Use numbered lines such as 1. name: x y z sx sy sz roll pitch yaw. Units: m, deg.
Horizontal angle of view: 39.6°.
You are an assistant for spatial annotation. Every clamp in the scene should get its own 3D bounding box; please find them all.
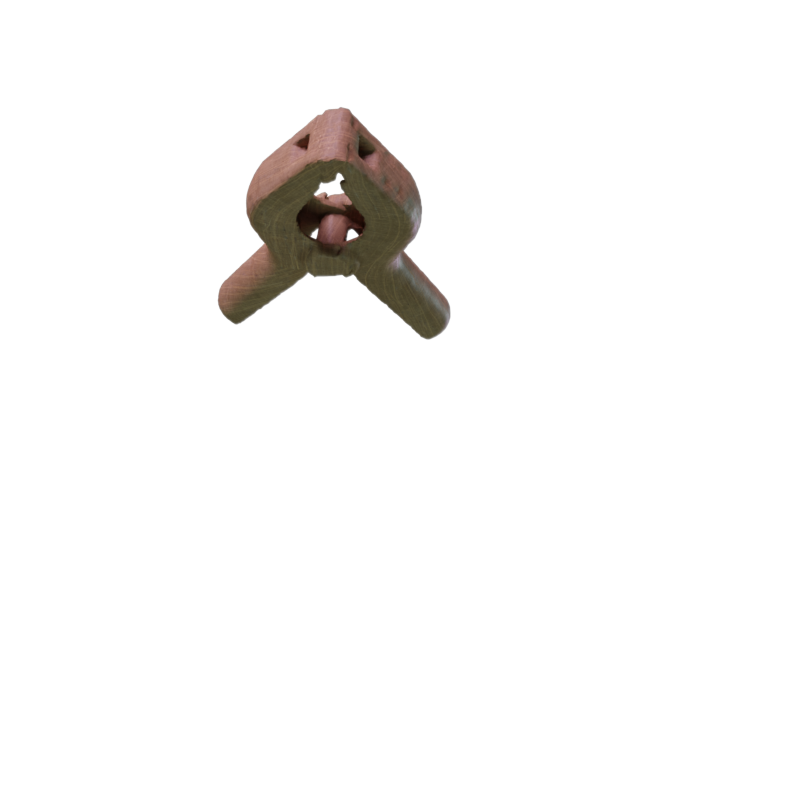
1. clamp: -0.041 -0.075 0.525 0.121 0.042 0.160 -4 -29 6
